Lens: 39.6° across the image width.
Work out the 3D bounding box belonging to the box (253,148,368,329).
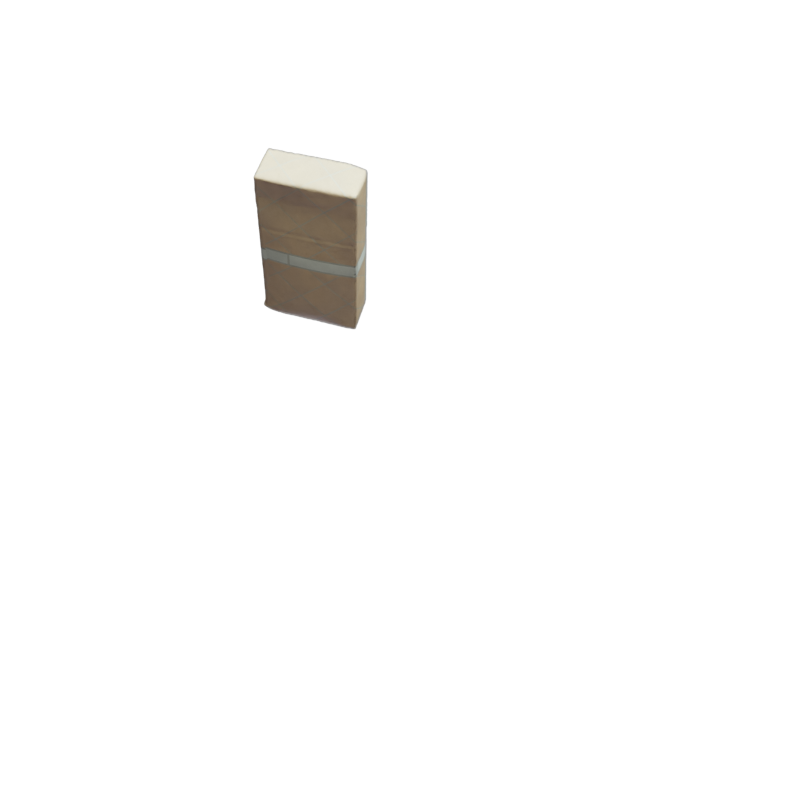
[{"bbox_3d":[-0.078,-0.142,0.995,0.095,0.050,0.164,15,-40,9],"label":"box"}]
